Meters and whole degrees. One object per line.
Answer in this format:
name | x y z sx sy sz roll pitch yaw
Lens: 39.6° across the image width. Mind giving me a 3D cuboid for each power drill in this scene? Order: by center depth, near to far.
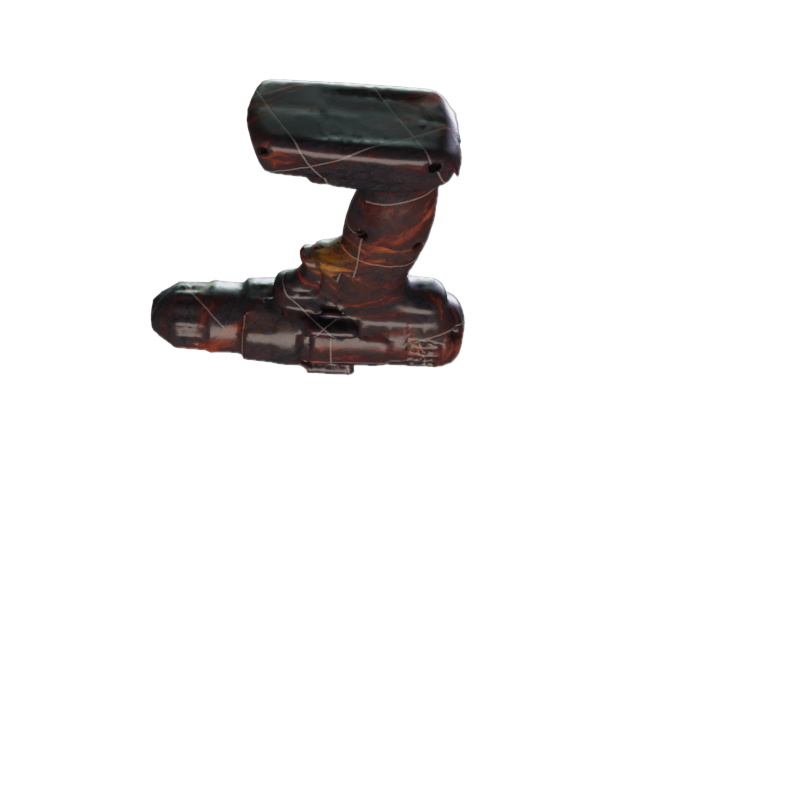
power drill | -0.047 -0.087 0.607 0.183 0.062 0.176 3 -38 -4
